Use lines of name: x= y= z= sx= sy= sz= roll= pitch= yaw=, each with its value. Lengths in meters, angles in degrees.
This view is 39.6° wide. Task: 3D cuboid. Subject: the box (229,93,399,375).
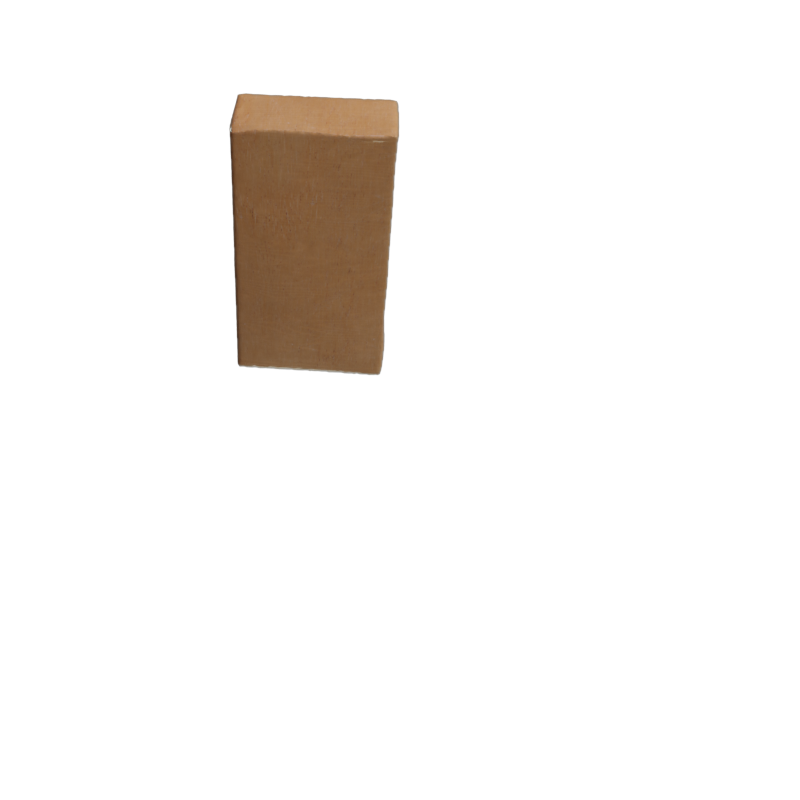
box: x=-0.051 y=-0.093 z=0.654 sx=0.093 sy=0.164 sz=0.051 roll=4 pitch=43 yaw=1
